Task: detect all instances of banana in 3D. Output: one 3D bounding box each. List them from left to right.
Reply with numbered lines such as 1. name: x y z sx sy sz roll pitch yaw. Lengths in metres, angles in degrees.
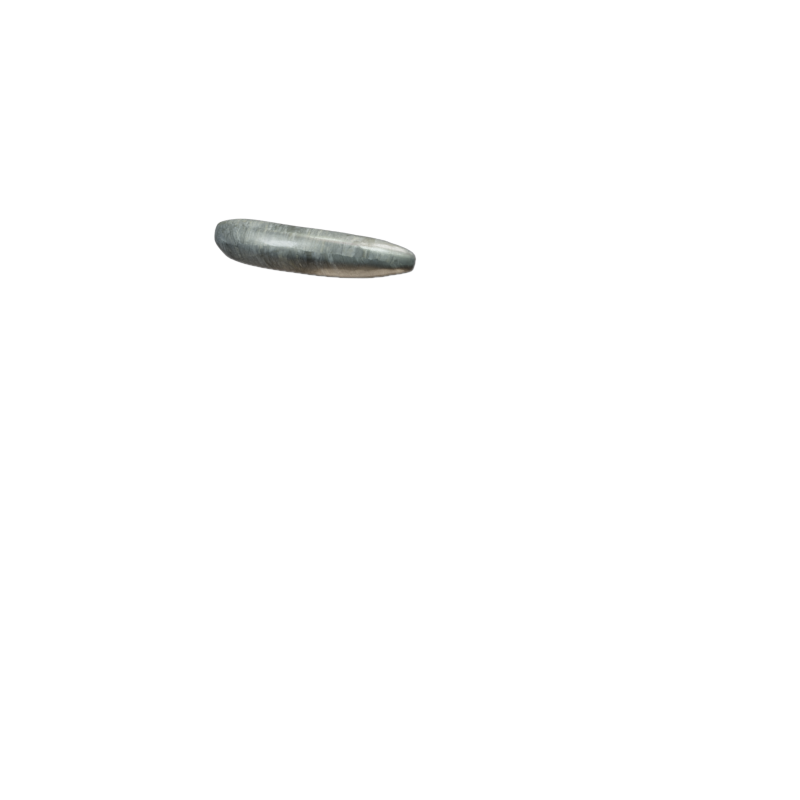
1. banana: -0.085 -0.126 0.898 0.208 0.035 0.069 15 23 35
